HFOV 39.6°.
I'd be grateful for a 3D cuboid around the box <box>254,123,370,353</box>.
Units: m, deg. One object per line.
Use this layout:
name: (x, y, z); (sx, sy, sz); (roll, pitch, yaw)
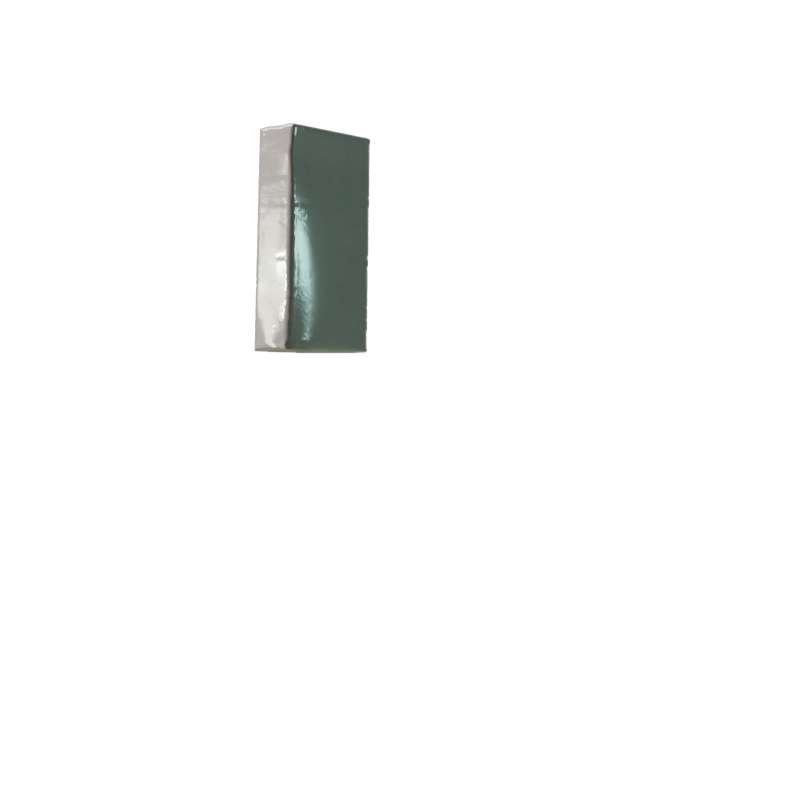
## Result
box: (-0.069, -0.126, 0.884); (0.050, 0.179, 0.089); (-6, -7, 42)
